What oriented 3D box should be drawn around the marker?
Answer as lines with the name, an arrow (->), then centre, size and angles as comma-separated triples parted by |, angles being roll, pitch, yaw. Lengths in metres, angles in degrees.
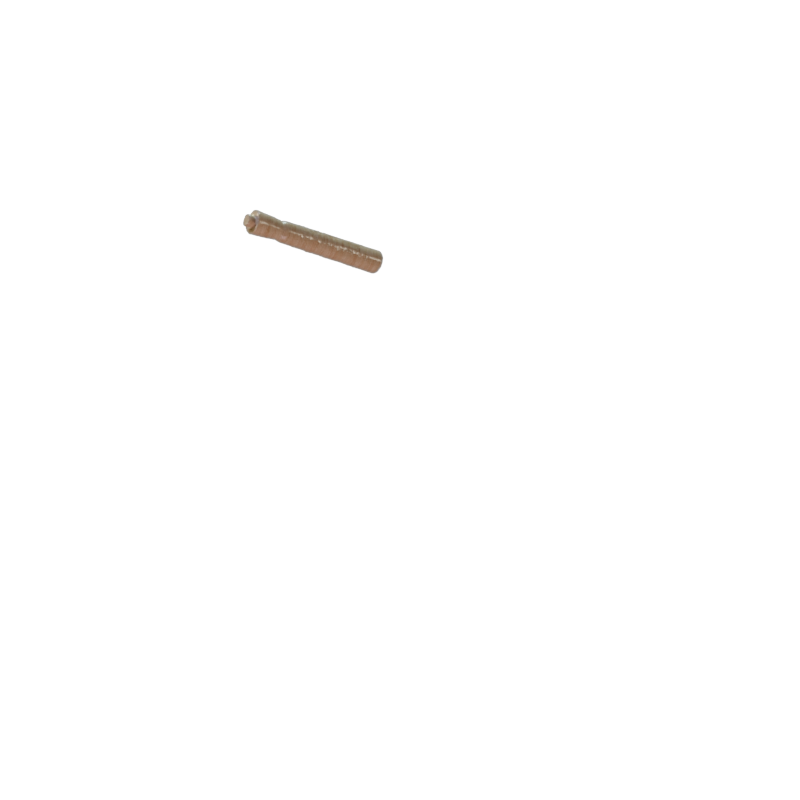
marker -> -0.067, -0.121, 0.850 | 0.115, 0.020, 0.020 | 14, -4, -31
